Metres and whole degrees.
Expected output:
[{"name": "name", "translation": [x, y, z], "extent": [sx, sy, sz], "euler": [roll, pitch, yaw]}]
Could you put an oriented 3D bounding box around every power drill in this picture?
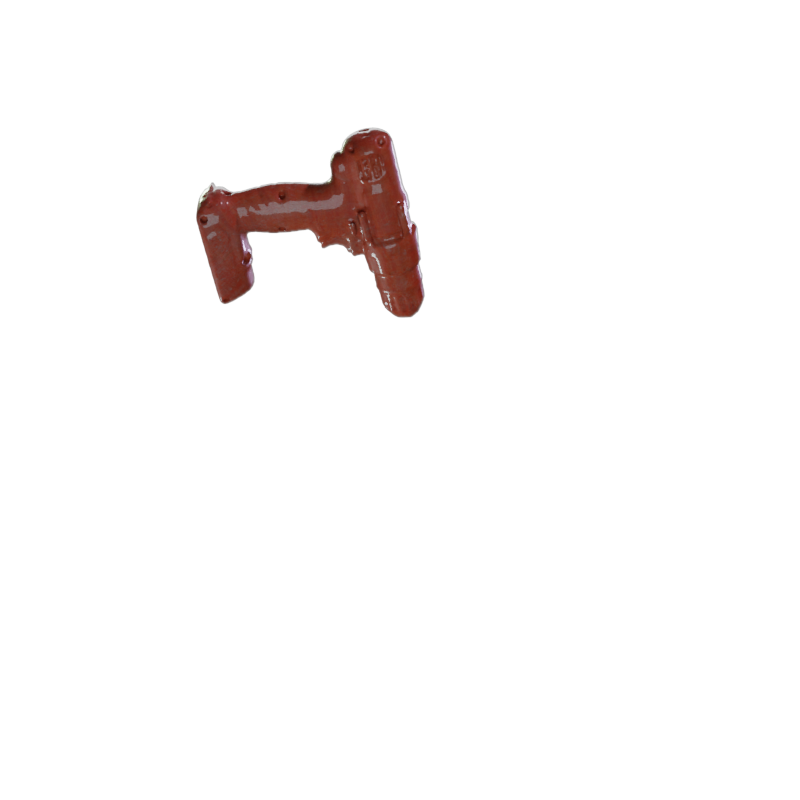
[{"name": "power drill", "translation": [-0.078, -0.143, 0.998], "extent": [0.188, 0.174, 0.061], "euler": [-11, 25, 5]}]
